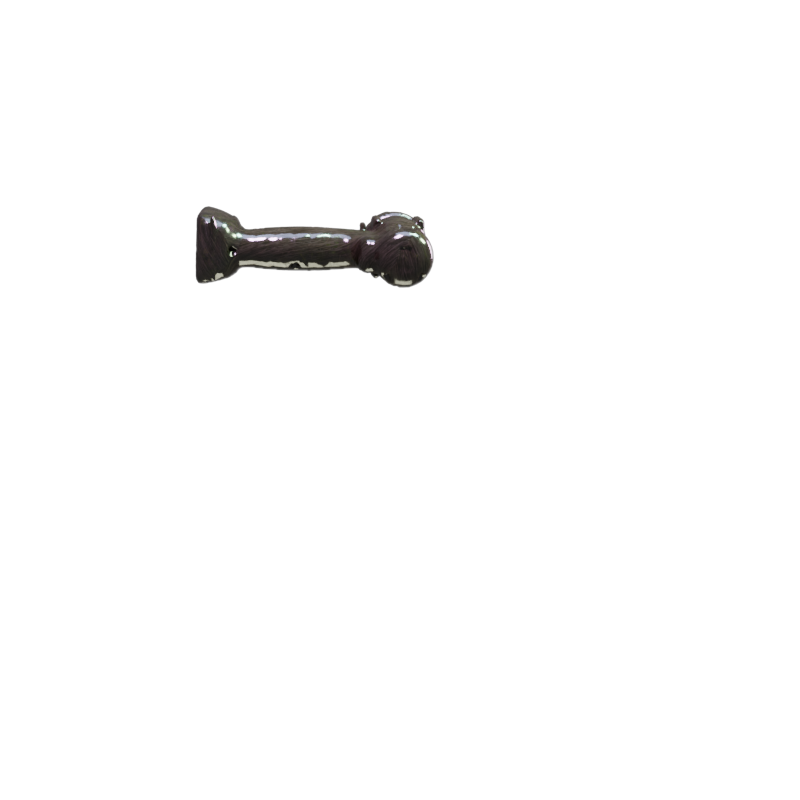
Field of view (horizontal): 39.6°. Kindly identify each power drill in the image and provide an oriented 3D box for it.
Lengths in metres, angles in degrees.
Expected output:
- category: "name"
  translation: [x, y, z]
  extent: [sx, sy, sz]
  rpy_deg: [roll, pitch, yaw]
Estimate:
- category: "power drill"
  translation: [-0.071, -0.130, 0.910]
  extent: [0.187, 0.056, 0.189]
  rpy_deg: [-1, 12, -3]
